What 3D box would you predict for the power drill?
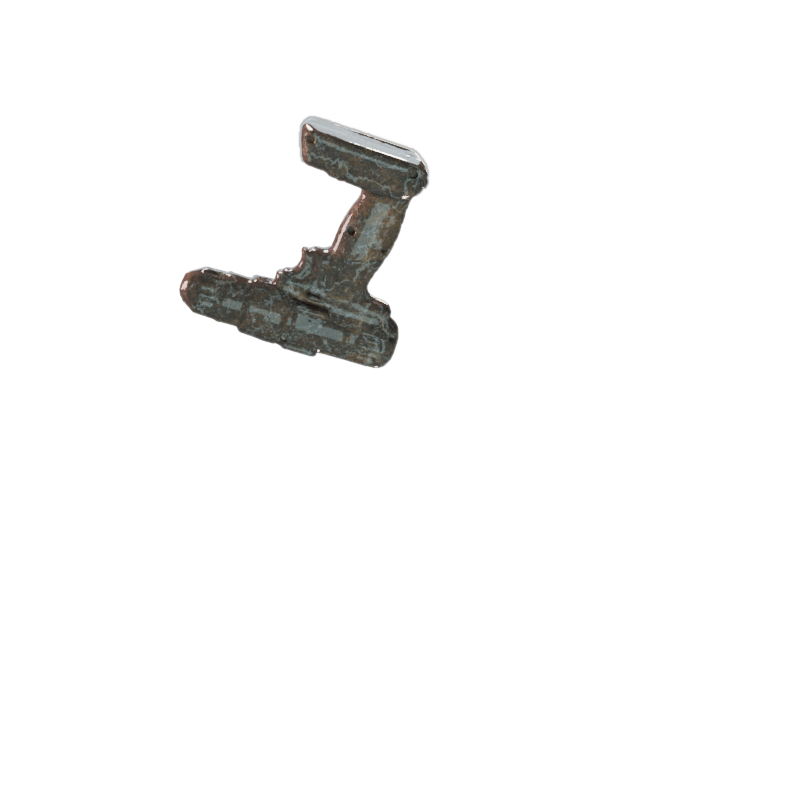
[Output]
[{"bbox_3d":[-0.070,-0.127,0.892,0.182,0.181,0.060,17,22,-8],"label":"power drill"}]
